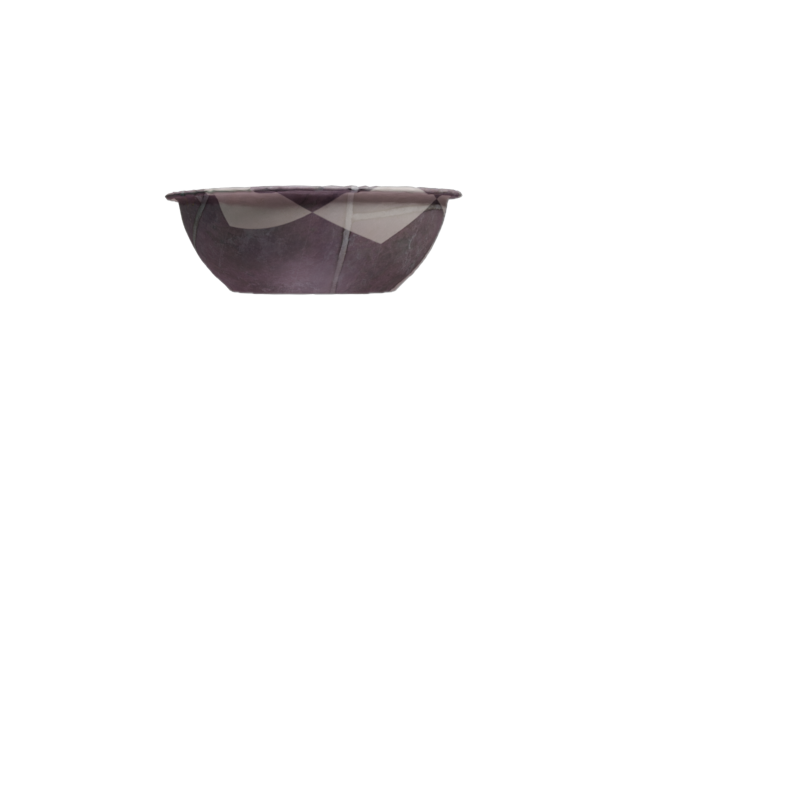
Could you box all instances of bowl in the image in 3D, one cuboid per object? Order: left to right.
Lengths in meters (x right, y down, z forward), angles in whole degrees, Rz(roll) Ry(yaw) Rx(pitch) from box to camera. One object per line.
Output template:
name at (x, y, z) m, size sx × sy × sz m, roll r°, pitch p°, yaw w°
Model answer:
bowl at (-0.048, -0.087, 0.608) m, size 0.162 × 0.055 × 0.164 m, roll 0°, pitch 7°, yaw -2°
